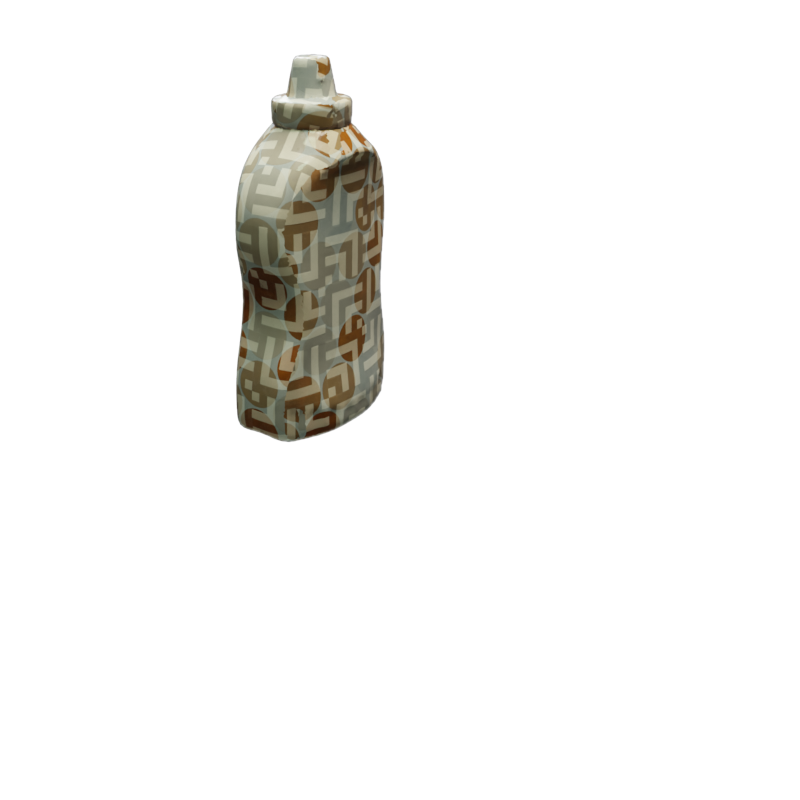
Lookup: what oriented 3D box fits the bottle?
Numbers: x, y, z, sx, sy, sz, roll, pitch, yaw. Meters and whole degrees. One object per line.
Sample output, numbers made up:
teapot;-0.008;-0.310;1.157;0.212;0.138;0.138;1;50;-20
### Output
bottle;-0.046;-0.082;0.576;0.061;0.184;0.095;14;23;34
